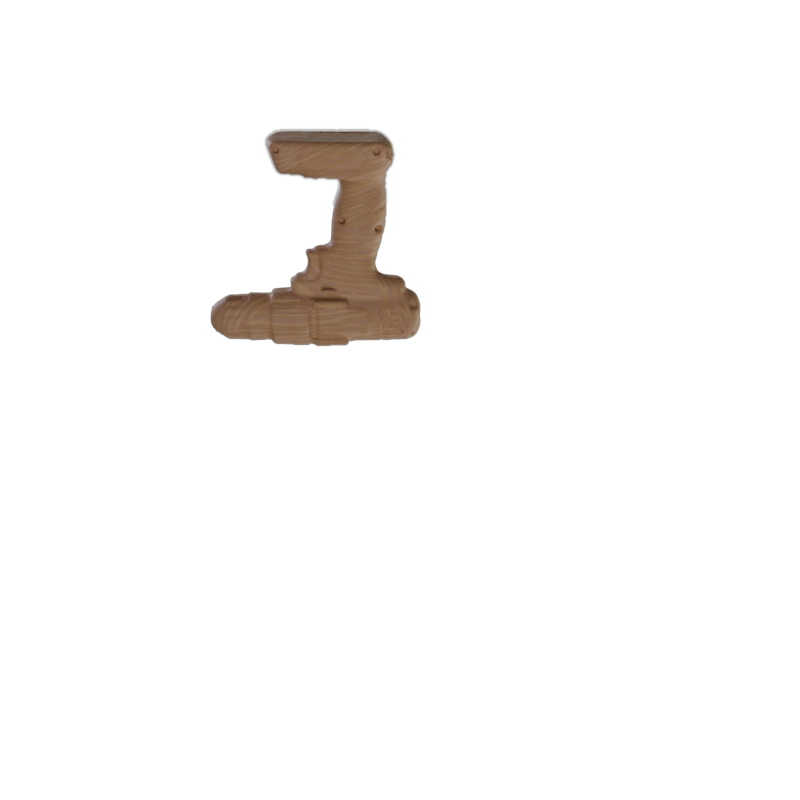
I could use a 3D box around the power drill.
[{"bbox_3d":[-0.075,-0.136,0.954,0.184,0.179,0.060,-1,20,0],"label":"power drill"}]
